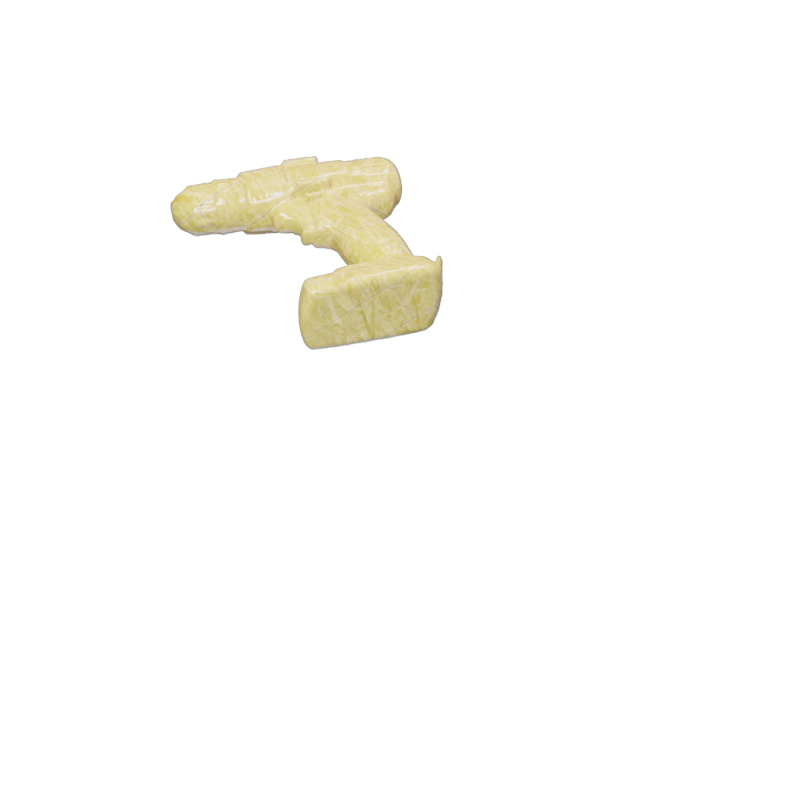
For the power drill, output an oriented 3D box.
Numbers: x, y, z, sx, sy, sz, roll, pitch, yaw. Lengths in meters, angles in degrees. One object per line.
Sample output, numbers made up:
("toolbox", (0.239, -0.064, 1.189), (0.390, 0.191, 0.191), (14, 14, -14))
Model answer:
("power drill", (-0.064, -0.117, 0.817), (0.182, 0.054, 0.203), (-12, 41, -15))
